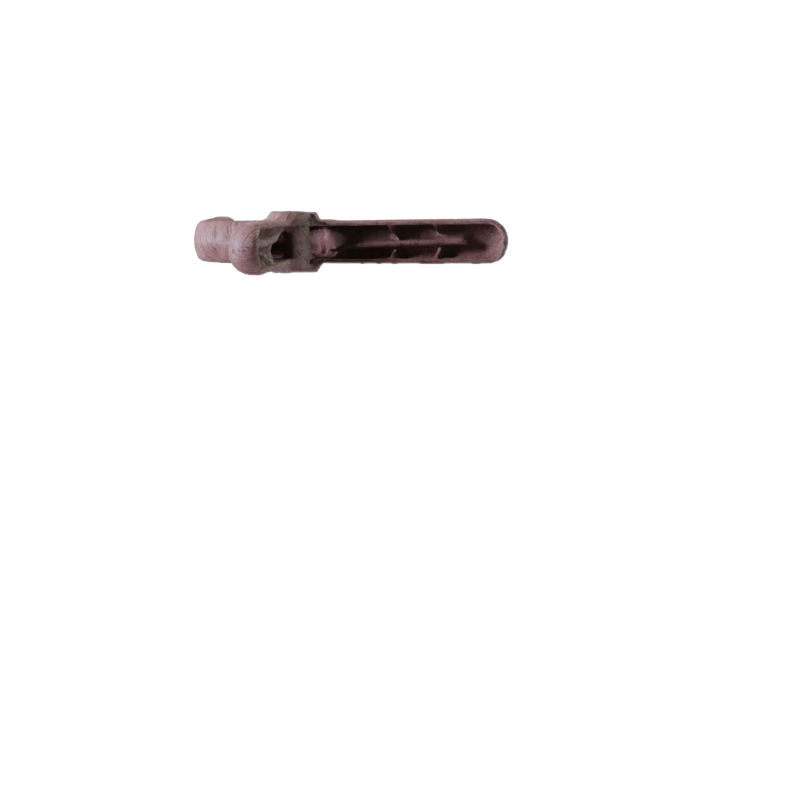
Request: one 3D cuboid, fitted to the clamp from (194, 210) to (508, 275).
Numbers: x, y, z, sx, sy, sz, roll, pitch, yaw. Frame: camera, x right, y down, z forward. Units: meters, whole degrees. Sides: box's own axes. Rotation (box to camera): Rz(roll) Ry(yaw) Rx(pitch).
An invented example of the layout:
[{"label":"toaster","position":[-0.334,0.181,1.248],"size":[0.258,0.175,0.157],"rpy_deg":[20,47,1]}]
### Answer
[{"label":"clamp","position":[-0.051,-0.093,0.651],"size":[0.160,0.036,0.218],"rpy_deg":[-4,10,-25]}]
